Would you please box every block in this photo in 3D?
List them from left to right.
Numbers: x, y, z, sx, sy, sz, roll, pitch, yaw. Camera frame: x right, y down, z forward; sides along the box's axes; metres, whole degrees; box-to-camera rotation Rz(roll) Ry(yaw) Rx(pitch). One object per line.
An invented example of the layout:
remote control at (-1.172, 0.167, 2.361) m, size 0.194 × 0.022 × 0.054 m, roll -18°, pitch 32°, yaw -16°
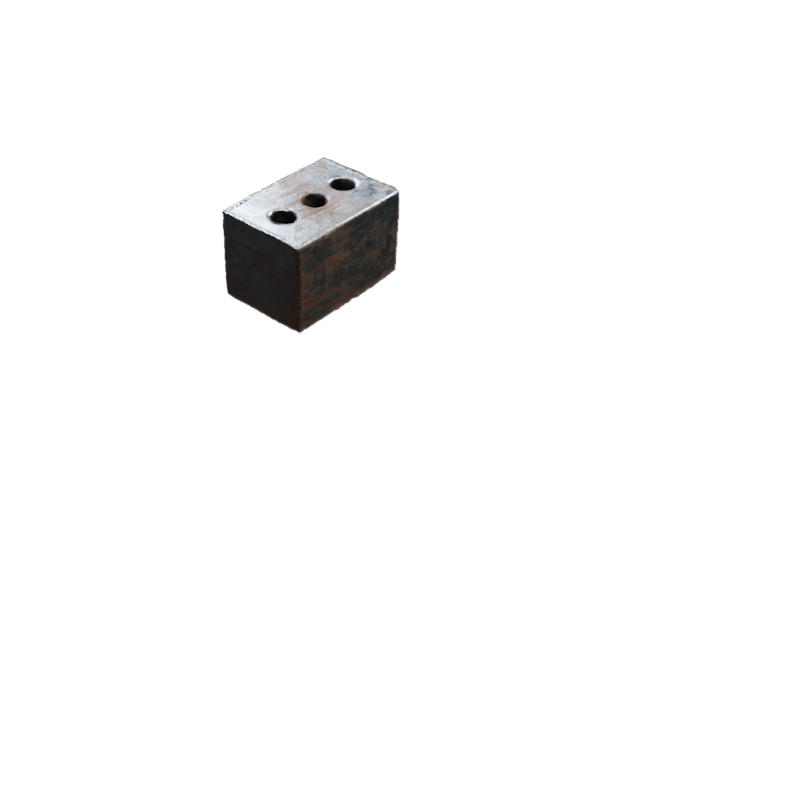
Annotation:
block at (-0.044, -0.080, 0.562) m, size 0.056 × 0.048 × 0.078 m, roll 27°, pitch 44°, yaw 30°
